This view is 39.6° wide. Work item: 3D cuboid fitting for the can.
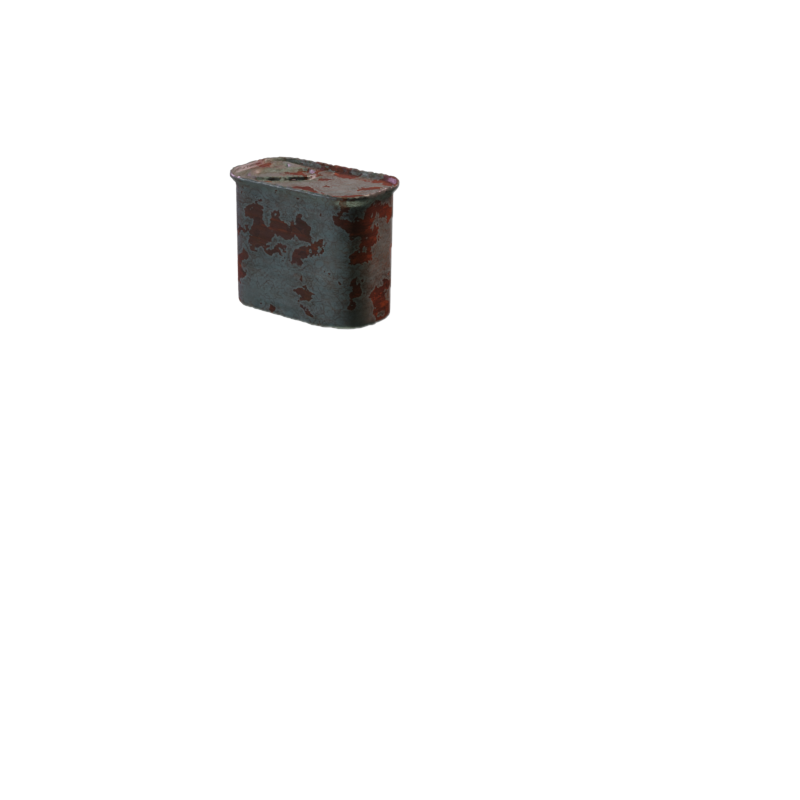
[{"bbox_3d":[-0.052,-0.095,0.668,0.107,0.080,0.057,16,26,32],"label":"can"}]
